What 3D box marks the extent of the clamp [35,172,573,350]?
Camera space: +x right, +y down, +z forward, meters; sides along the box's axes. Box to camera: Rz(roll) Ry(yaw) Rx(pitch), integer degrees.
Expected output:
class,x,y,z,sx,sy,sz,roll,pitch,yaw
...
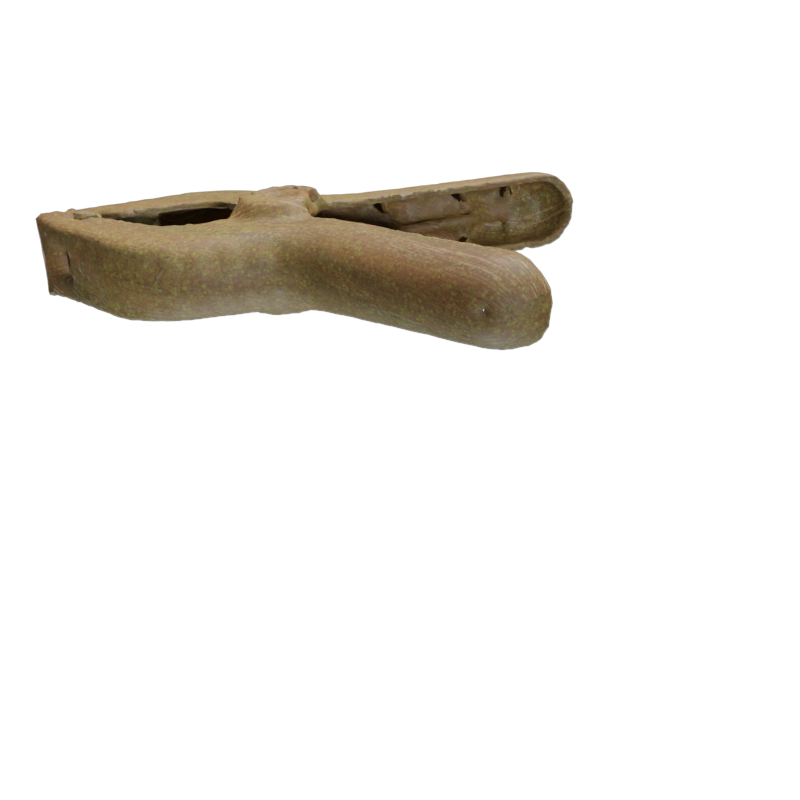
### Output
class,x,y,z,sx,sy,sz,roll,pitch,yaw
clamp,-0.027,-0.050,0.347,0.177,0.038,0.120,7,18,22
